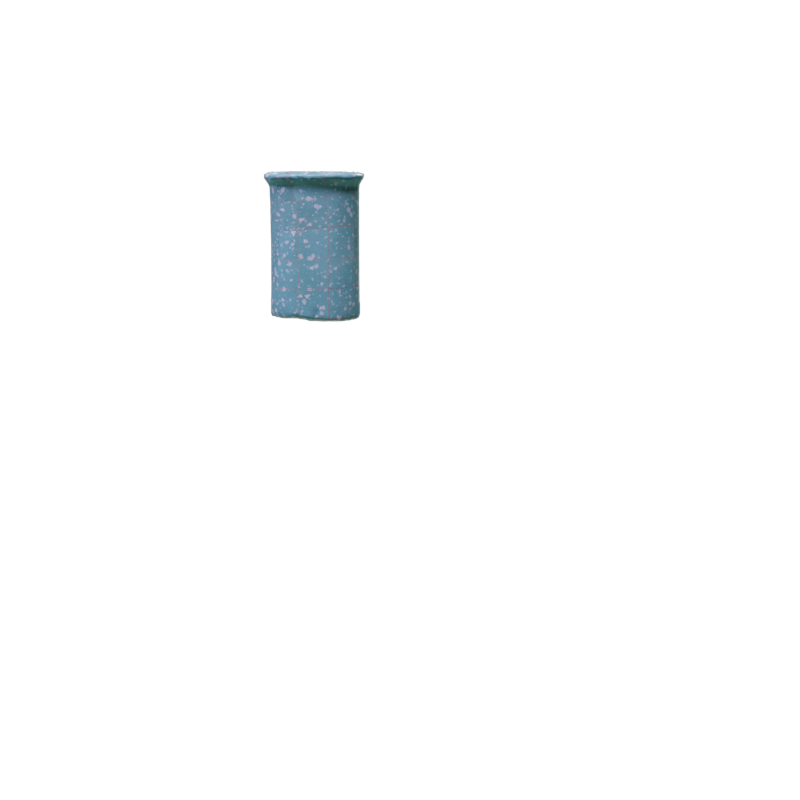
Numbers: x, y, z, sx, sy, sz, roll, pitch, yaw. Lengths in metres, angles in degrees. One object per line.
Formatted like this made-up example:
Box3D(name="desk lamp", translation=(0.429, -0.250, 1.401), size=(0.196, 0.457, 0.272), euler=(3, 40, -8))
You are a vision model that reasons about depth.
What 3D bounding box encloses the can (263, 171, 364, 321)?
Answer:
Box3D(name="can", translation=(-0.052, -0.095, 0.667), size=(0.057, 0.083, 0.104), euler=(0, 9, -4))
